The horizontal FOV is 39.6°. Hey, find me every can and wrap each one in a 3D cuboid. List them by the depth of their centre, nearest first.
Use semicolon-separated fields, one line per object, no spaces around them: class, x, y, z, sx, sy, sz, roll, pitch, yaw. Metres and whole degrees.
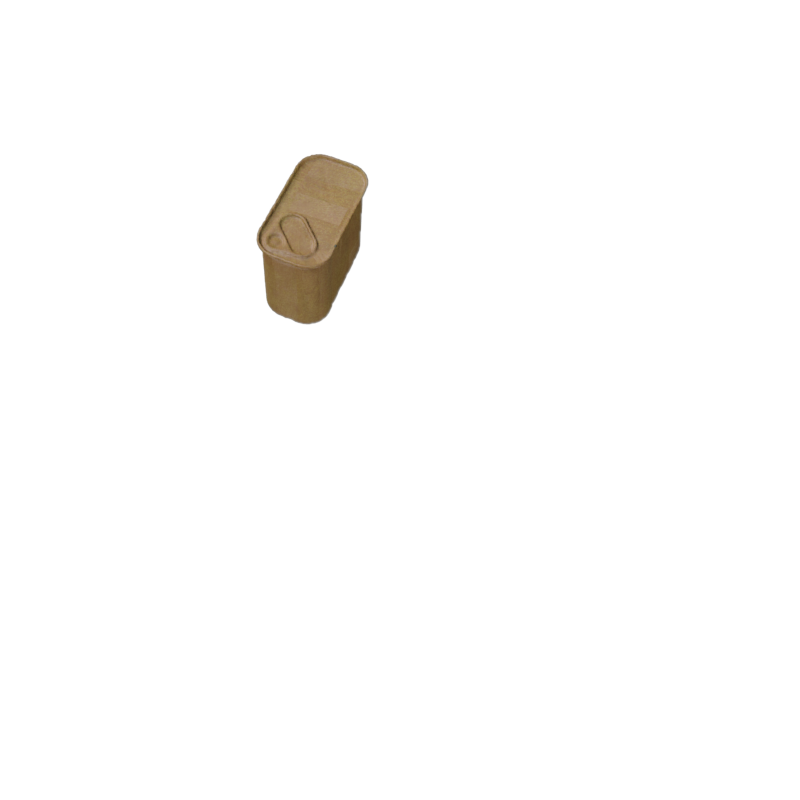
can;-0.066;-0.120;0.839;0.059;0.106;0.078;19;-31;9
